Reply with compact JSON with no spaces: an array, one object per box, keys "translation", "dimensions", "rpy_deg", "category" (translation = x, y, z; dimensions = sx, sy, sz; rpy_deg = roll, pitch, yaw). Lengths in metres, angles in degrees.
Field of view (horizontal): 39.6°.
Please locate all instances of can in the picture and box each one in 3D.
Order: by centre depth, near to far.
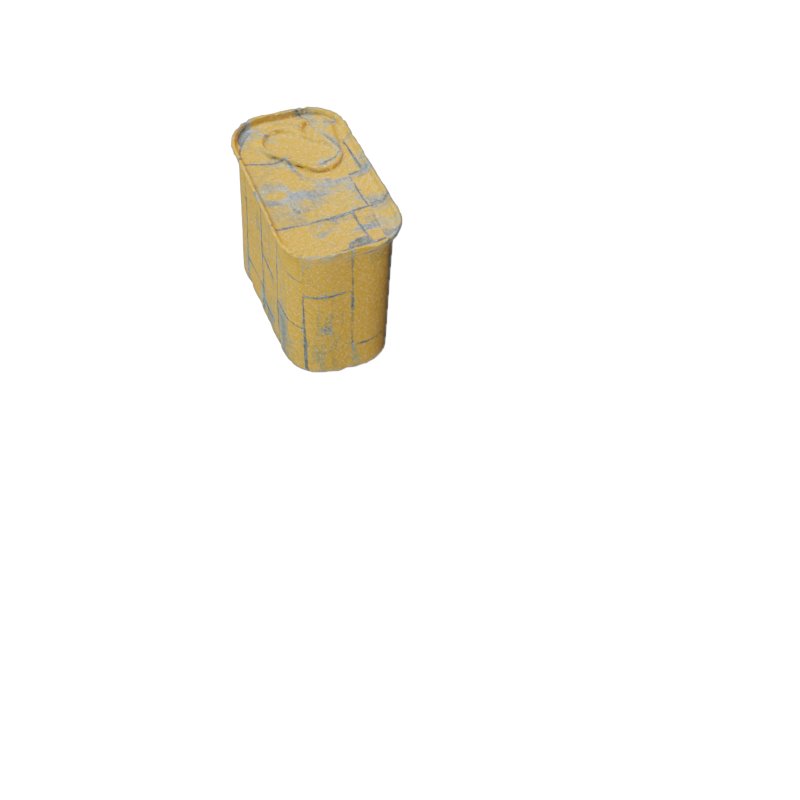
[{"translation":[-0.042,-0.076,0.531],"dimensions":[0.057,0.110,0.078],"rpy_deg":[-15,-39,-16],"category":"can"}]
